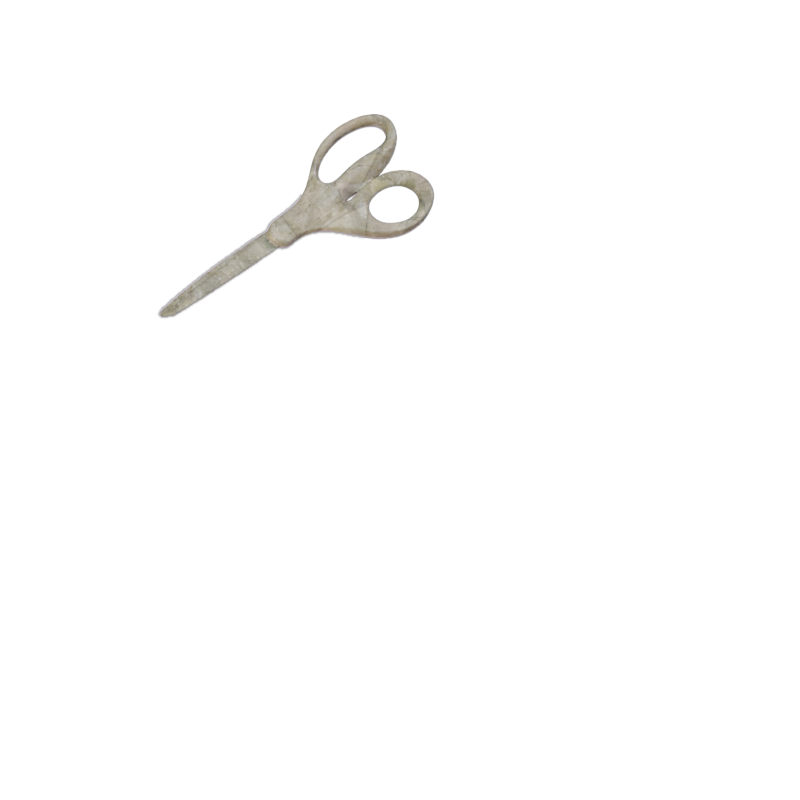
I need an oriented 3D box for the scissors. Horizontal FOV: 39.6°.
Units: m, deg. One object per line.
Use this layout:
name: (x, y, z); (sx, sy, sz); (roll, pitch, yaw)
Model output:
scissors: (-0.057, -0.104, 0.729); (0.099, 0.205, 0.015); (35, -16, 11)
